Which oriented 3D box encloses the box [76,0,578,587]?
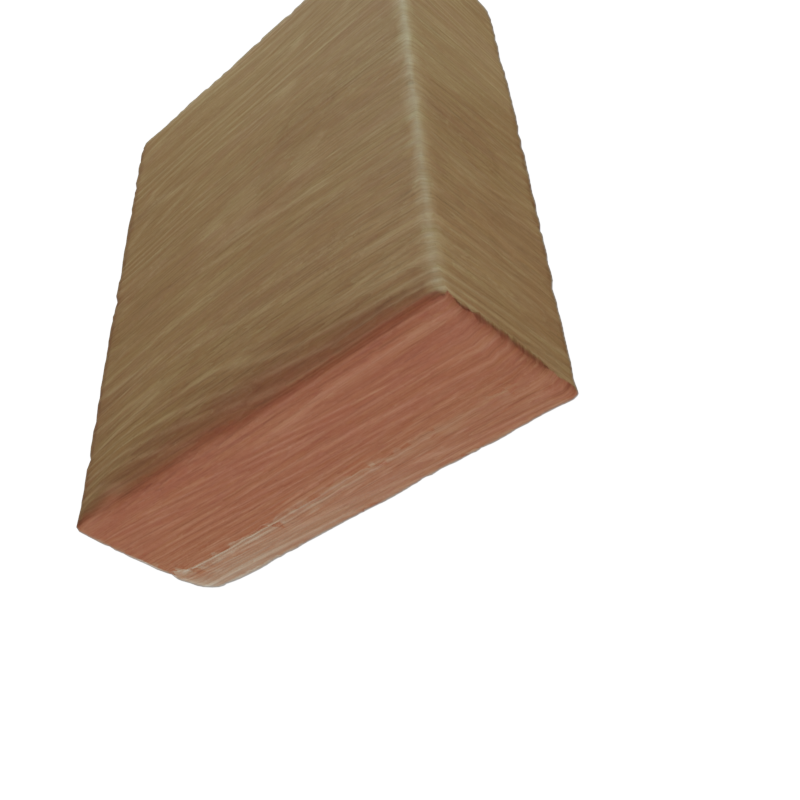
[{"bbox_3d":[-0.033,-0.060,0.422,0.163,0.230,0.067,-33,-50,28],"label":"box"}]
